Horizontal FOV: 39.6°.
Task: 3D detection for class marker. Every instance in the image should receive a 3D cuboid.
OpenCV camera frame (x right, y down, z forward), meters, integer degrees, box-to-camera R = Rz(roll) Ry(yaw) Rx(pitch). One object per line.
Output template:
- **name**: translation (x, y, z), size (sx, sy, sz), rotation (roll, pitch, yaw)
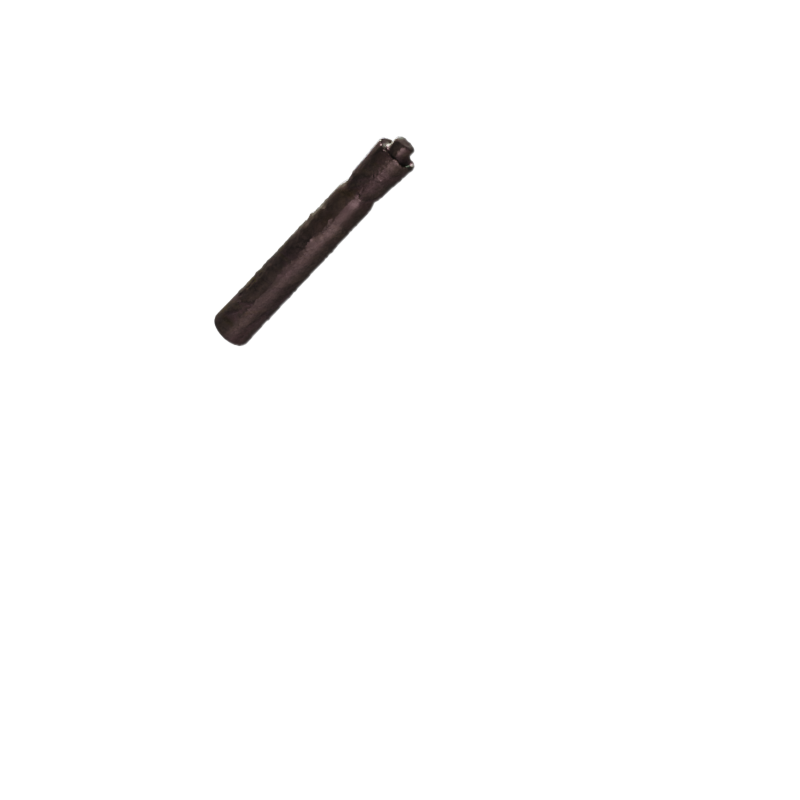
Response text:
- **marker**: translation (-0.037, -0.068, 0.473), size (0.119, 0.021, 0.019), rotation (-43, -19, 26)
